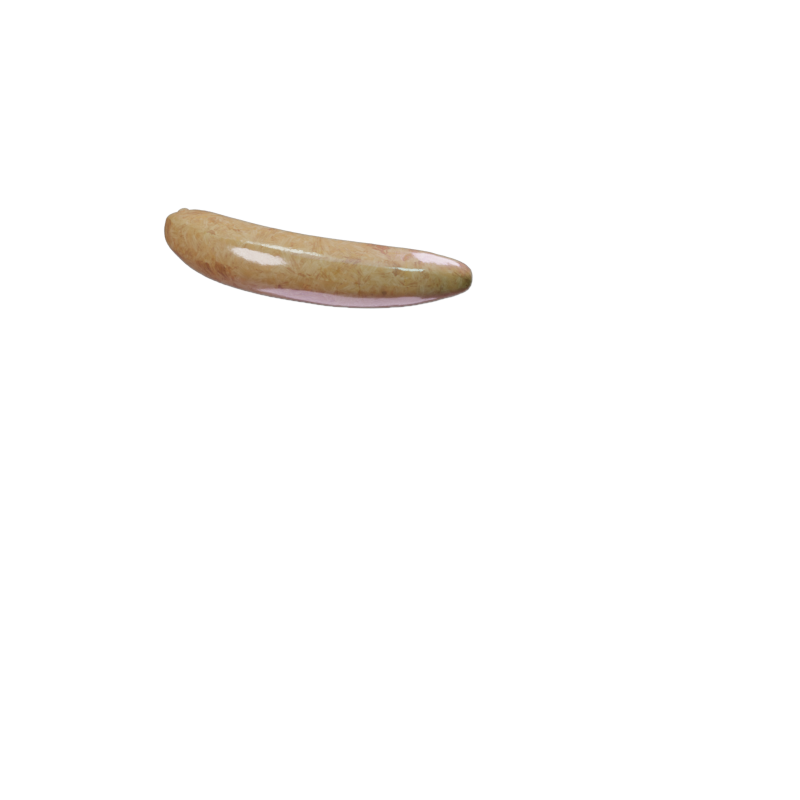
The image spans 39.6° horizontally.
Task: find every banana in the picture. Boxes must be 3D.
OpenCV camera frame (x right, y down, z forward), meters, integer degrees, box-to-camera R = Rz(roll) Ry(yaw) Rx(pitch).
[{"bbox_3d":[-0.061,-0.083,0.628,0.206,0.034,0.071,16,36,23],"label":"banana"}]
